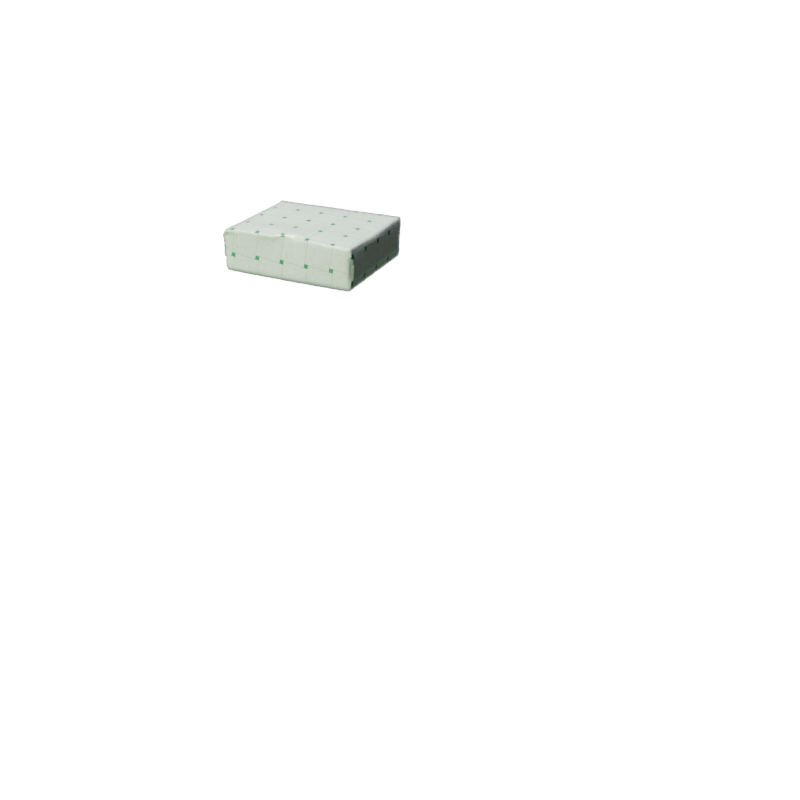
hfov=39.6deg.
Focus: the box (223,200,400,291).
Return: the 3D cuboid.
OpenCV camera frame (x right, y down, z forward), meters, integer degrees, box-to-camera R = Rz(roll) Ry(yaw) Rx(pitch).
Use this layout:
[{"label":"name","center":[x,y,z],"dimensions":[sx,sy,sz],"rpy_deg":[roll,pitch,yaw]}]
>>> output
[{"label":"box","center":[-0.055,-0.099,0.695],"dimensions":[0.093,0.029,0.074],"rpy_deg":[12,27,24]}]
